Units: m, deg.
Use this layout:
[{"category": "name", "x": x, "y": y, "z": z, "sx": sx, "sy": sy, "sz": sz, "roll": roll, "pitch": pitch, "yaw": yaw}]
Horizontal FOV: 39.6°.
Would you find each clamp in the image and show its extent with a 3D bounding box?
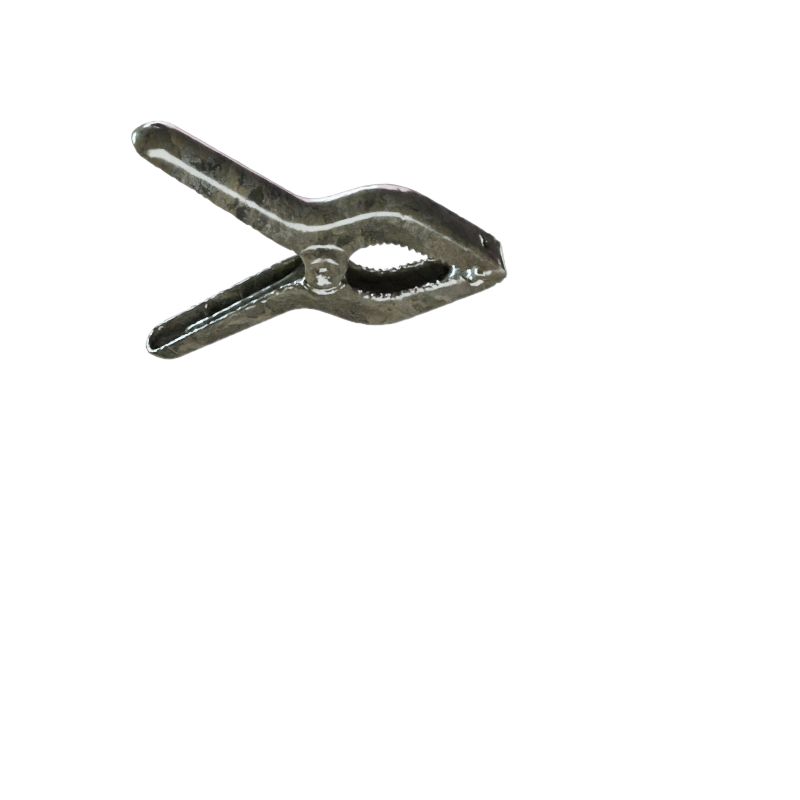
[{"category": "clamp", "x": -0.048, "y": -0.087, "z": 0.607, "sx": 0.210, "sy": 0.039, "sz": 0.153, "roll": -2, "pitch": -44, "yaw": 2}]
